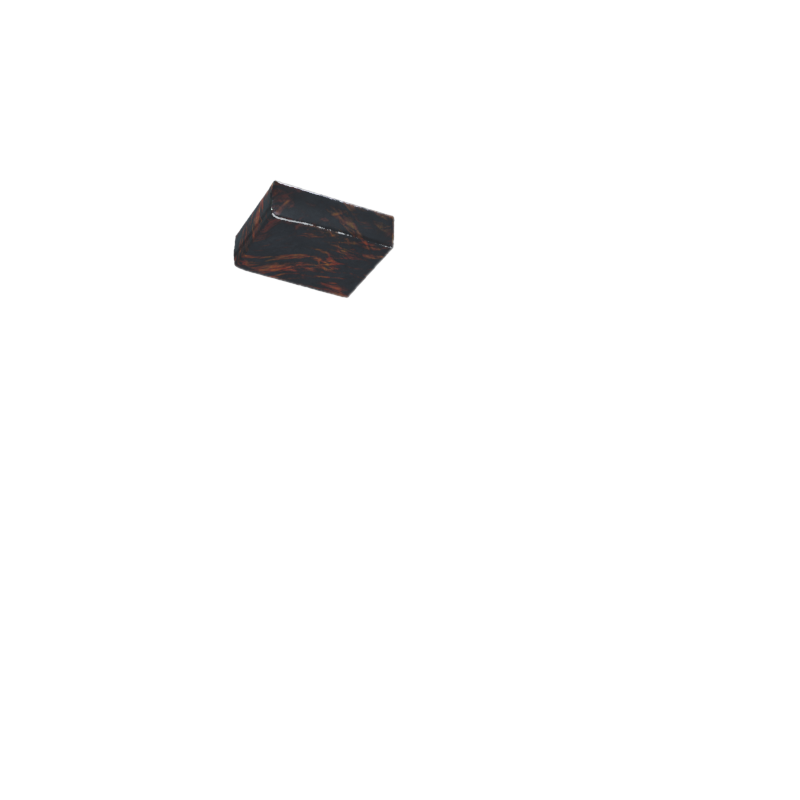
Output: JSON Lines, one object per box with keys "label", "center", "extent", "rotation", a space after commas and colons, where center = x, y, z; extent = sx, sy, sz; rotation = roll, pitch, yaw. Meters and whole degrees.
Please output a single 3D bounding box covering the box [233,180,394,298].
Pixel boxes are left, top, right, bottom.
{"label": "box", "center": [-0.073, -0.134, 0.937], "extent": [0.109, 0.041, 0.087], "rotation": [13, -32, -22]}
